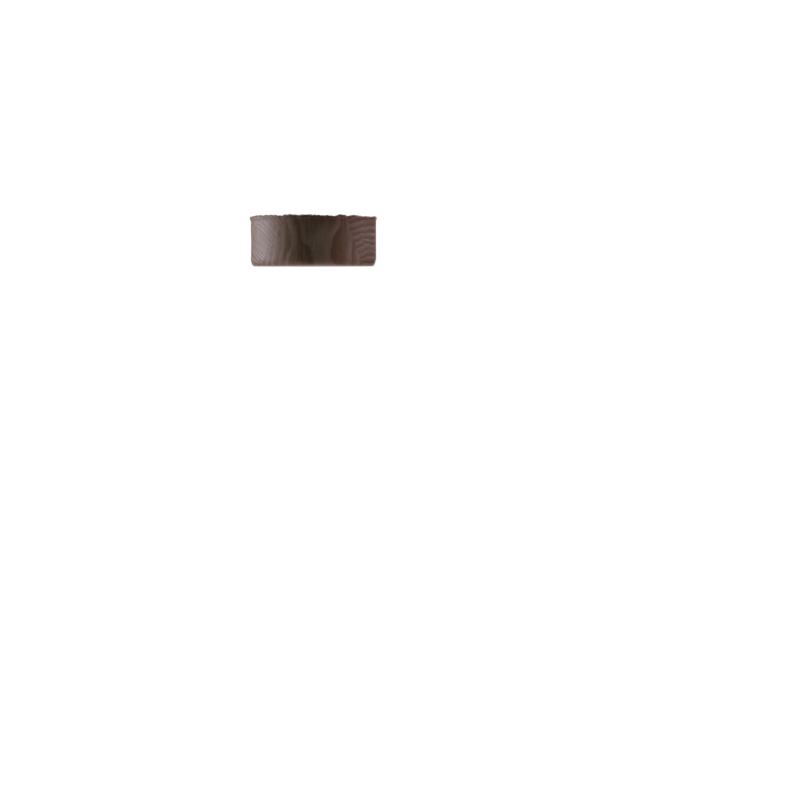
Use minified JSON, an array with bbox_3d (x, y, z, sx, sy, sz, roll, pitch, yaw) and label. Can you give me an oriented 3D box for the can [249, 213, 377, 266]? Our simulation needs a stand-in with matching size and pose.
[{"bbox_3d":[-0.058,-0.107,0.746,0.086,0.033,0.086,0,6,-2],"label":"can"}]
